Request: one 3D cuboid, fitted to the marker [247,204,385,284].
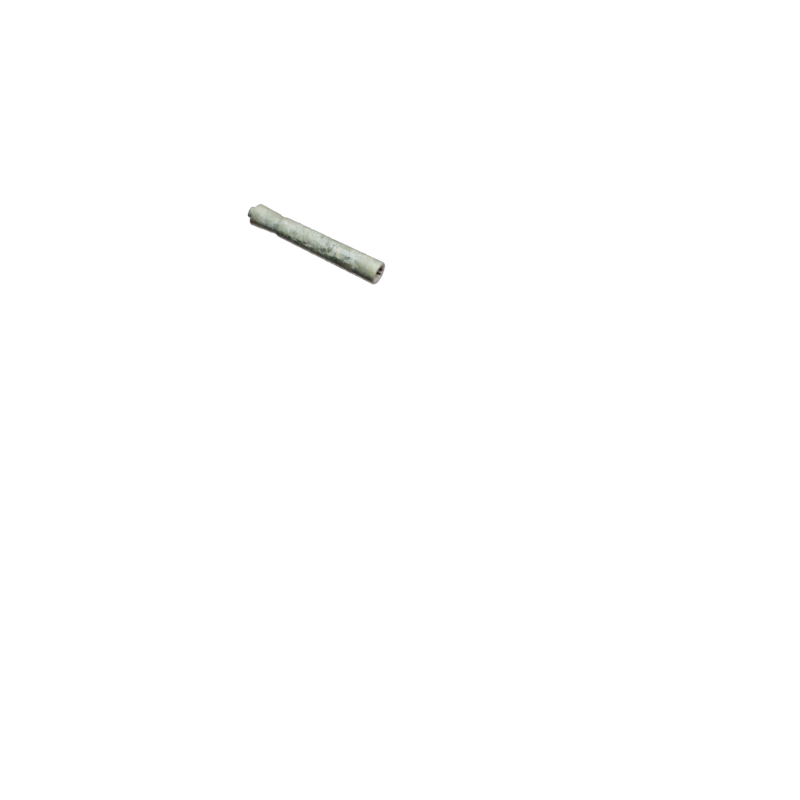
[{"bbox_3d":[-0.068,-0.124,0.869,0.127,0.019,0.019,28,14,21],"label":"marker"}]
